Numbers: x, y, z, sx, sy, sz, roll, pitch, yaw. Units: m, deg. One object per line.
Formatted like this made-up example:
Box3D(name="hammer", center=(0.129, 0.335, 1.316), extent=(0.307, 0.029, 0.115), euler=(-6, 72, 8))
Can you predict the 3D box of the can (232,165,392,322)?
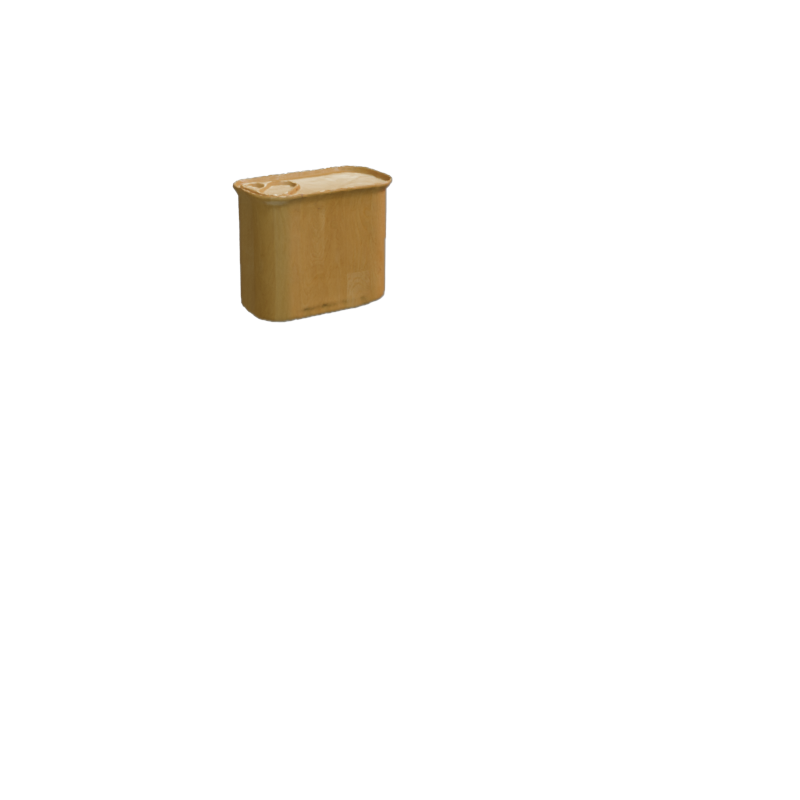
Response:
Box3D(name="can", center=(-0.057, -0.104, 0.726), extent=(0.100, 0.080, 0.061), euler=(-12, 23, -30))
